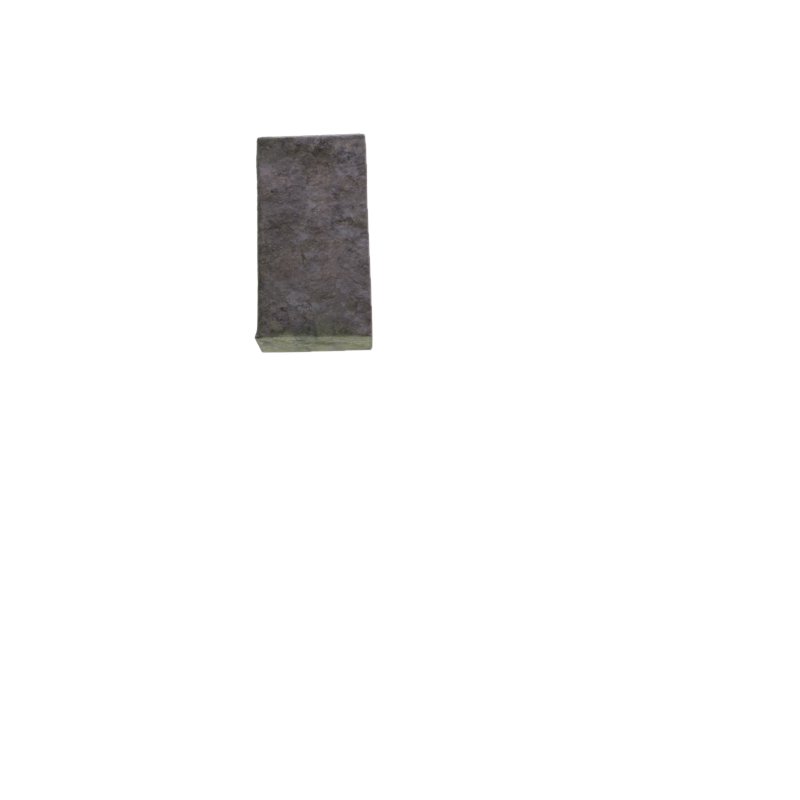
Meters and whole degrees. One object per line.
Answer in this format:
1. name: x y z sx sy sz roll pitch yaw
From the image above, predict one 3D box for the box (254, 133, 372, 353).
1. box: -0.071 -0.129 0.907 0.093 0.185 0.046 -2 -21 1
